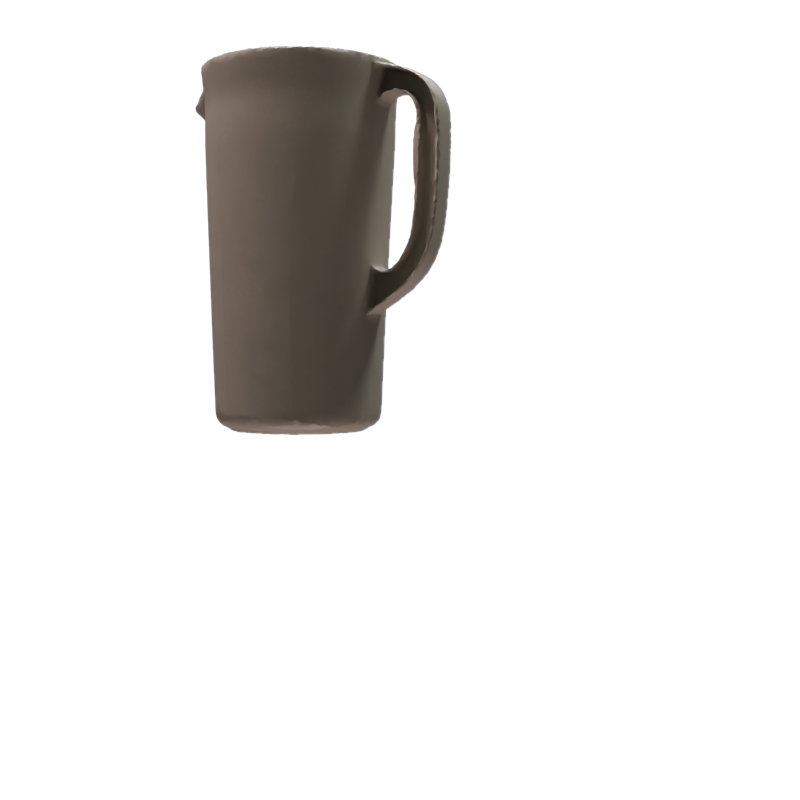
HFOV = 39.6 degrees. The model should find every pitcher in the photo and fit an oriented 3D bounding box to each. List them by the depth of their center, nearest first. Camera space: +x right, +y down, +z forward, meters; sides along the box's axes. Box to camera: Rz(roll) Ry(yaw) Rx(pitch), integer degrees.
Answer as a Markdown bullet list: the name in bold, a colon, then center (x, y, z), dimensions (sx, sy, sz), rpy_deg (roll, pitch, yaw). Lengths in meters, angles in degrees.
- **pitcher**: center (-0.057, -0.103, 0.722), dimensions (0.142, 0.246, 0.151), rpy_deg (1, -3, -17)
